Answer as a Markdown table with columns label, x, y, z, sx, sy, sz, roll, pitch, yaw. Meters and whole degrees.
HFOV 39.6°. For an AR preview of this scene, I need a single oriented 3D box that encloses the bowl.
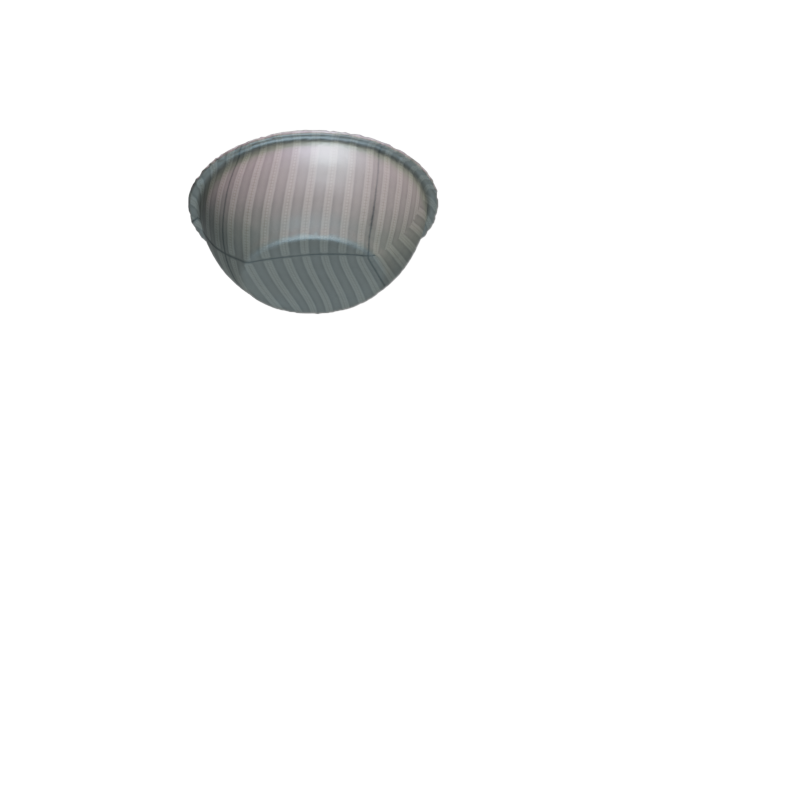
| label | x | y | z | sx | sy | sz | roll | pitch | yaw |
| --- | --- | --- | --- | --- | --- | --- | --- | --- | --- |
| bowl | -0.055 | -0.101 | 0.705 | 0.162 | 0.059 | 0.152 | 1 | -28 | -2 |
